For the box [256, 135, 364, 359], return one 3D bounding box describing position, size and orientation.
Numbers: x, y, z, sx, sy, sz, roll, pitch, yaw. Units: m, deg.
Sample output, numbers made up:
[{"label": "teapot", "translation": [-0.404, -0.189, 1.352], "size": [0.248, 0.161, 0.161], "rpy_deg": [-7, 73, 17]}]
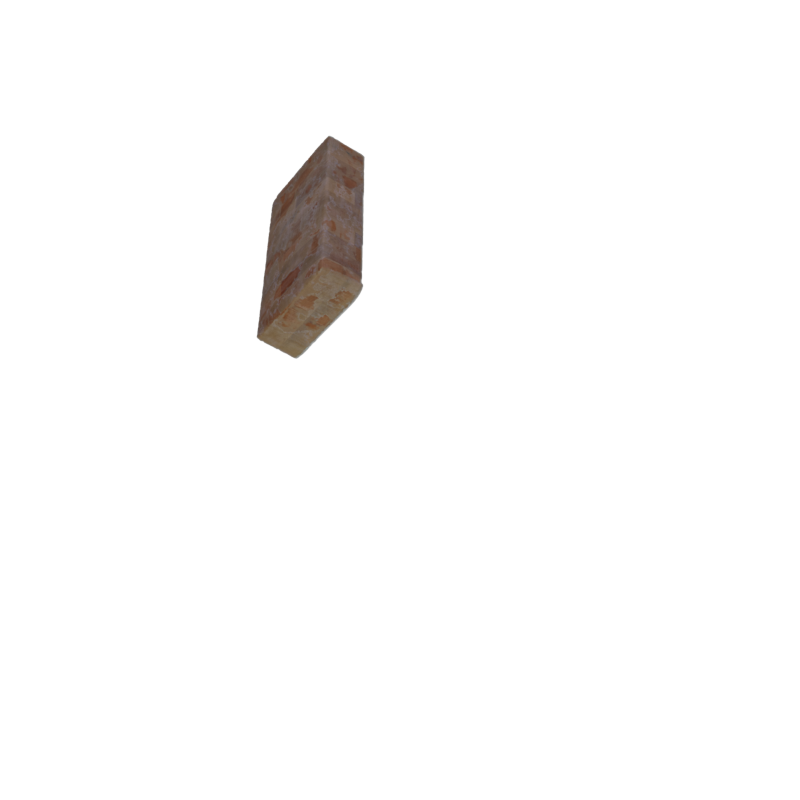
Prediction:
[{"label": "box", "translation": [-0.071, -0.129, 0.905], "size": [0.046, 0.189, 0.091], "rpy_deg": [27, -53, -27]}]
